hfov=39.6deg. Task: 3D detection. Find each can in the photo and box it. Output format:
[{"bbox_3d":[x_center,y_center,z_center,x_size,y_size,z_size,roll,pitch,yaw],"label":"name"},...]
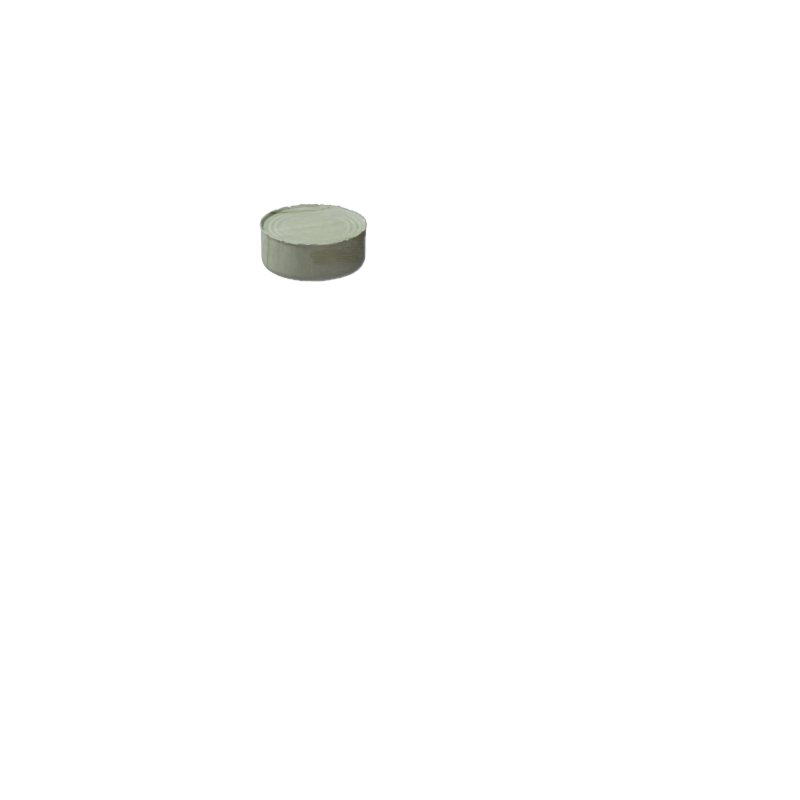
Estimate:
[{"bbox_3d":[-0.070,-0.127,0.892,0.086,0.032,0.091,-1,29,-2],"label":"can"}]
